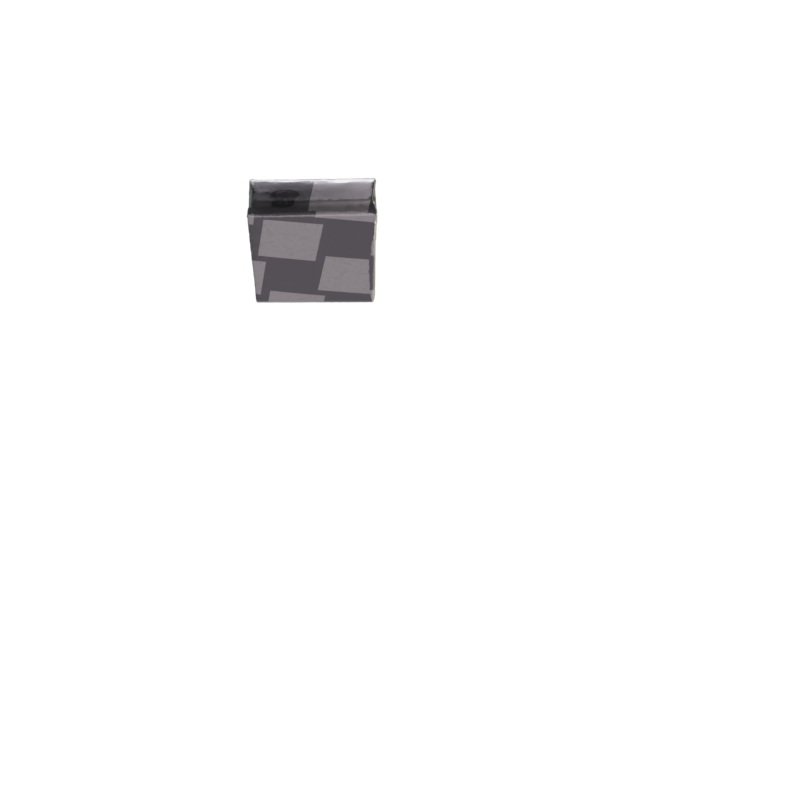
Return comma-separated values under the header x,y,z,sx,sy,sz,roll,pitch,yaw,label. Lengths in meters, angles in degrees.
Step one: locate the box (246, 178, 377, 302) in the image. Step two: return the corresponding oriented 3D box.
x,y,z,sx,sy,sz,roll,pitch,yaw,label
-0.051,-0.093,0.653,0.073,0.032,0.083,0,-34,-1,box
